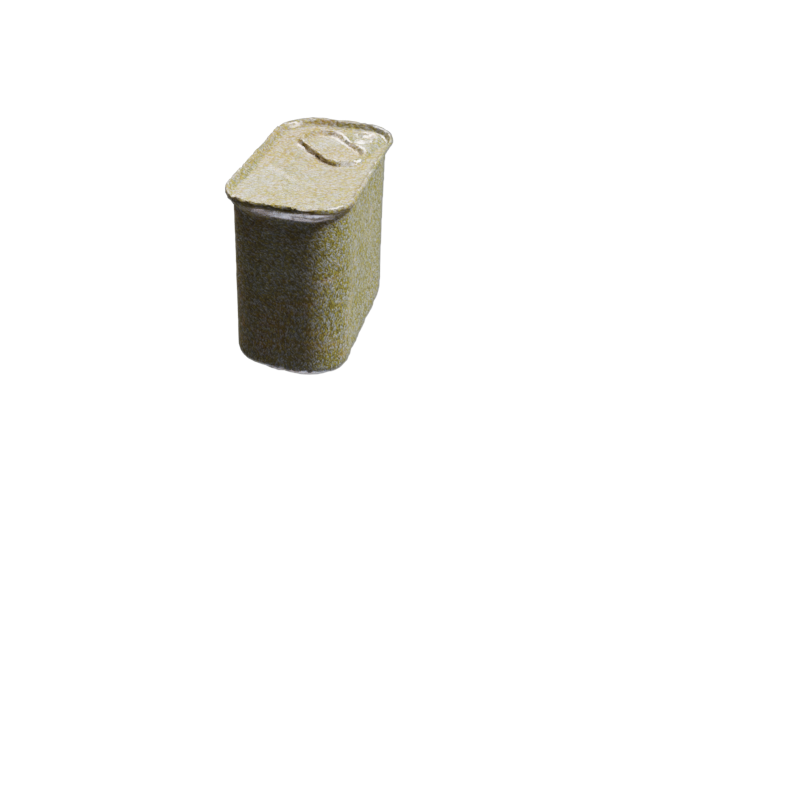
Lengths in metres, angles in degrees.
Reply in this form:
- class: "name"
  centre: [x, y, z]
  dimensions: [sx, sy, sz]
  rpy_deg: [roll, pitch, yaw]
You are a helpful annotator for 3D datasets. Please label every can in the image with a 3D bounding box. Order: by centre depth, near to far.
- class: "can"
  centre: [-0.040, -0.073, 0.514]
  dimensions: [0.059, 0.079, 0.106]
  rpy_deg: [8, 33, 11]
